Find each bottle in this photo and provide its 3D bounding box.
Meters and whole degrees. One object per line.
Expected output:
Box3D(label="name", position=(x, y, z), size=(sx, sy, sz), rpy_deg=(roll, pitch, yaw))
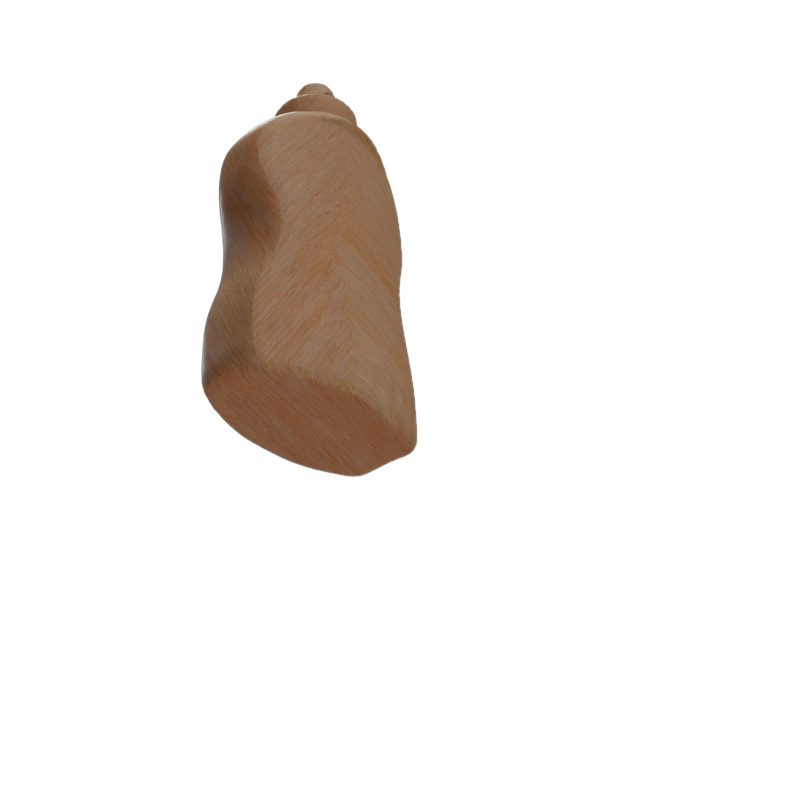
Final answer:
Box3D(label="bottle", position=(-0.038, -0.070, 0.488), size=(0.058, 0.206, 0.090), rpy_deg=(-32, -46, 32))
